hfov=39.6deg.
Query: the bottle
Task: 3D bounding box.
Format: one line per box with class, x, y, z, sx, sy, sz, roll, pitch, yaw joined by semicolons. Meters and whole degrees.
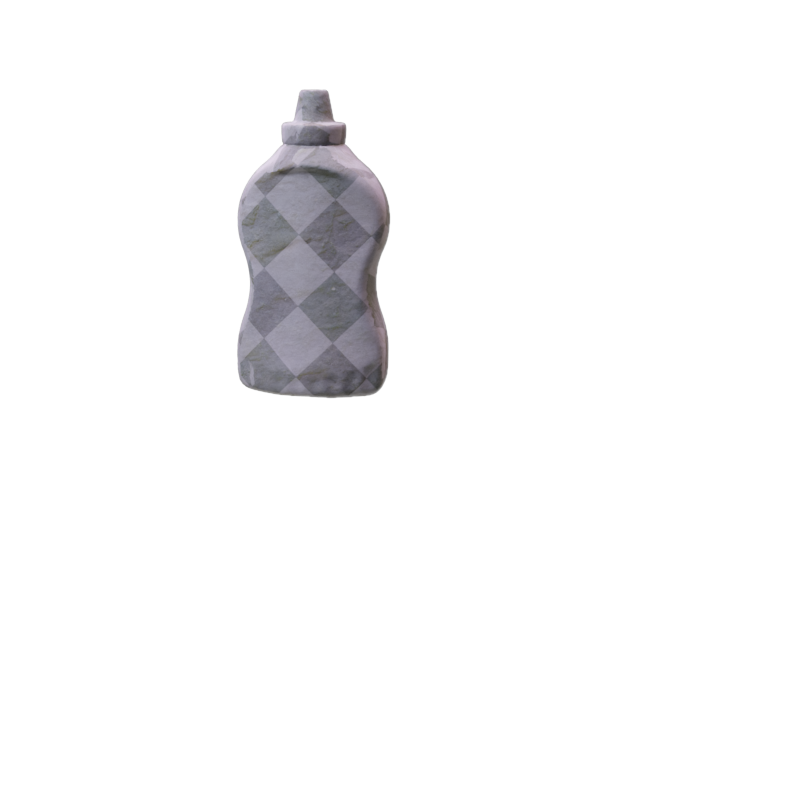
bottle;-0.055;-0.101;0.707;0.098;0.187;0.059;3;11;11
